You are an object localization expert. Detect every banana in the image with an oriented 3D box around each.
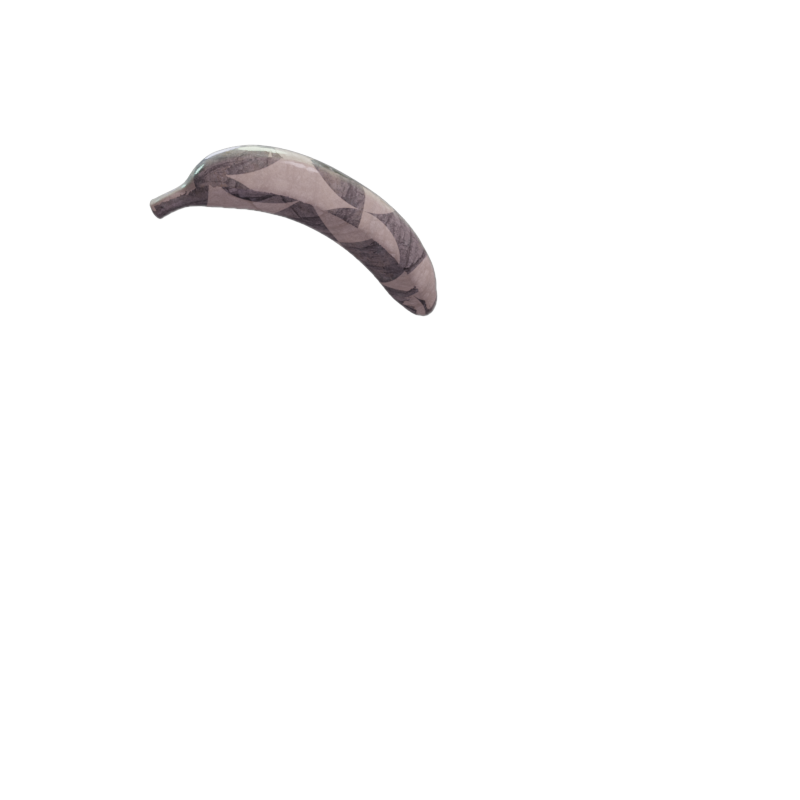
[{"bbox_3d":[-0.045,-0.106,0.657,0.189,0.039,0.068,21,-43,-25],"label":"banana"}]
